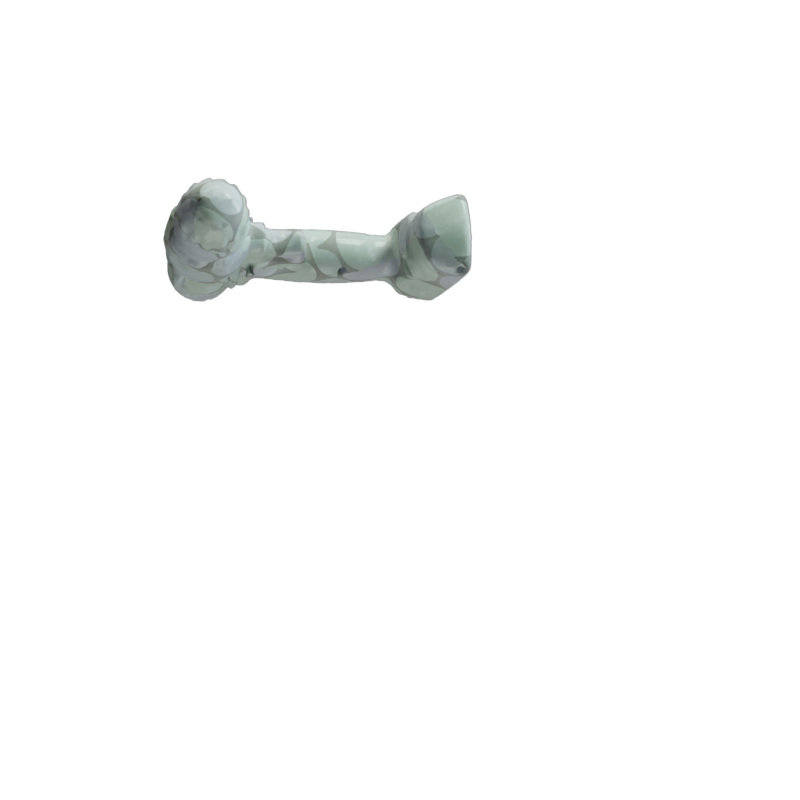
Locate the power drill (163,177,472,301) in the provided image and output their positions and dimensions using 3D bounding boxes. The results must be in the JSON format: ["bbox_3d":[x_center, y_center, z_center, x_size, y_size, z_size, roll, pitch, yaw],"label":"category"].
[{"bbox_3d":[-0.055,-0.100,0.699,0.185,0.059,0.183,1,-4,-11],"label":"power drill"}]
